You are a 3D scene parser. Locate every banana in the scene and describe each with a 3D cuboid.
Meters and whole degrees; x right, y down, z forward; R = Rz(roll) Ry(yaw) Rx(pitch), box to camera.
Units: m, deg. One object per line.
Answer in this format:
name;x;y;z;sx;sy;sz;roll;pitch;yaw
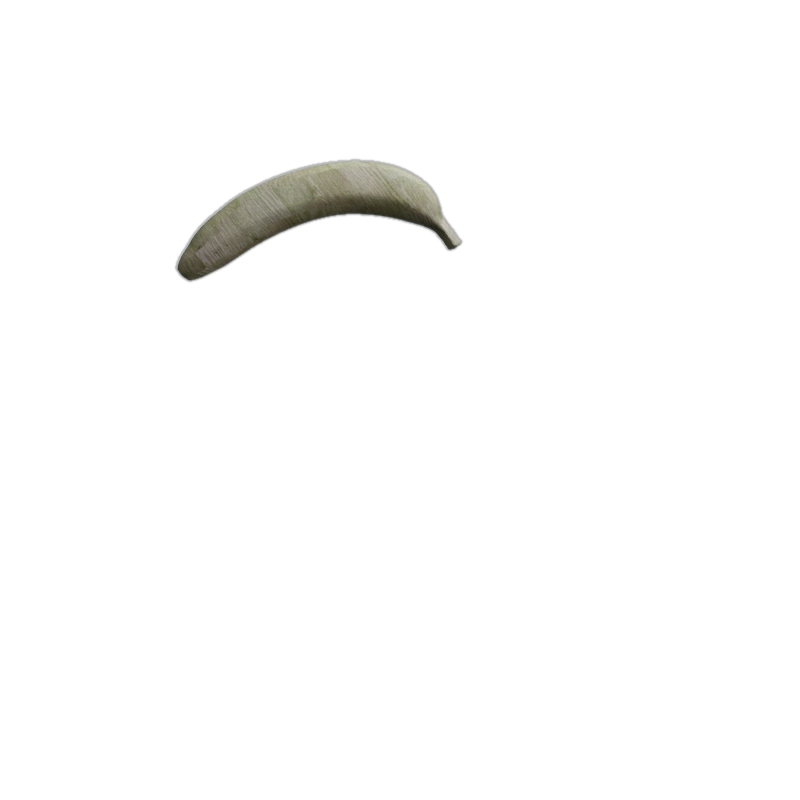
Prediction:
banana;-0.058;-0.127;0.762;0.197;0.071;0.036;-7;-8;-1
